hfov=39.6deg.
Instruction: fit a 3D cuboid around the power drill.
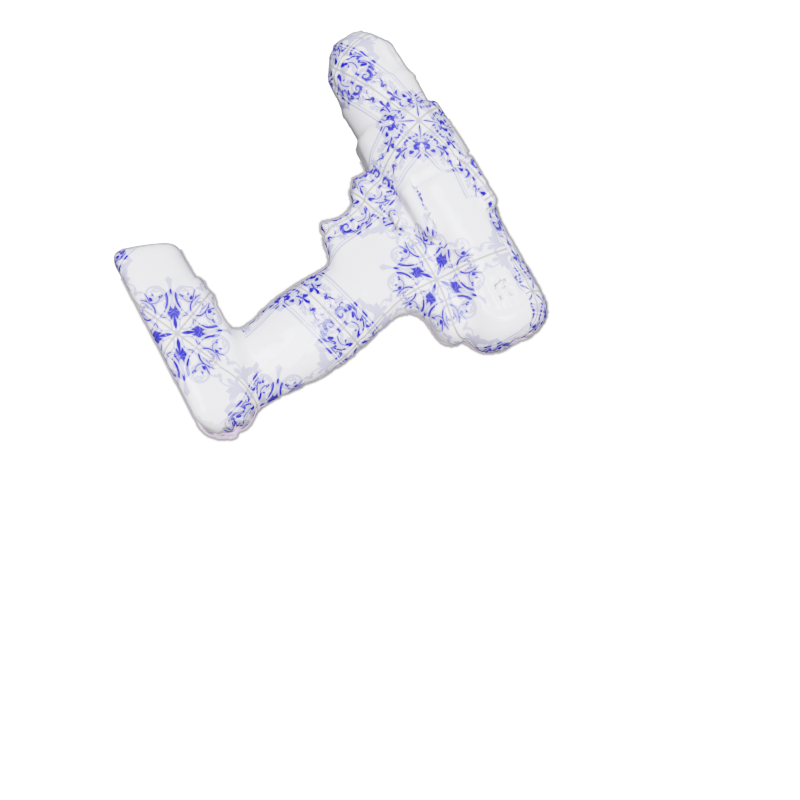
[{"bbox_3d":[-0.044,-0.080,0.558,0.187,0.192,0.055,-27,-14,-8],"label":"power drill"}]
